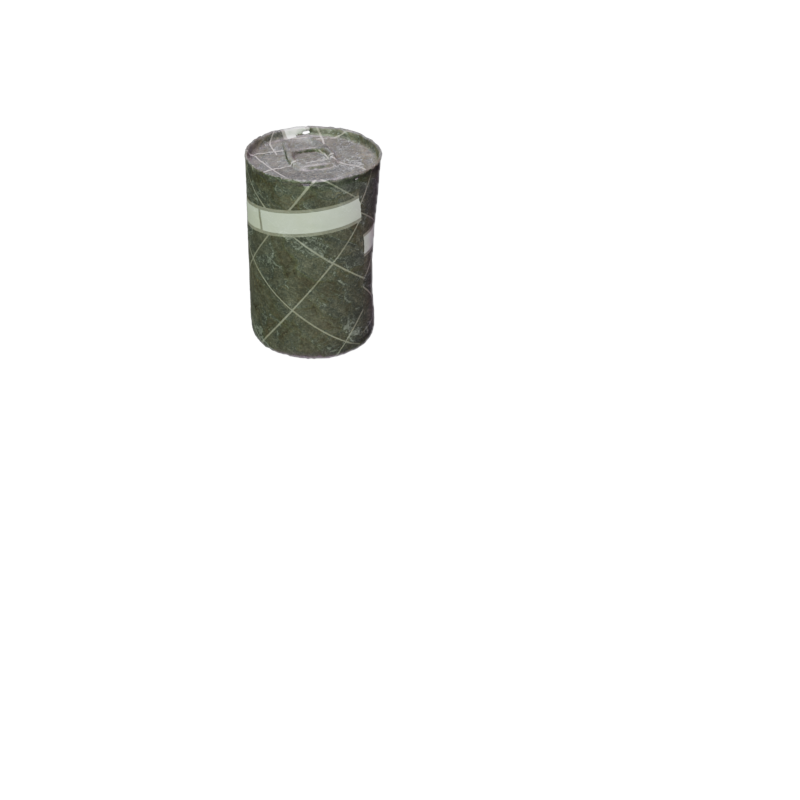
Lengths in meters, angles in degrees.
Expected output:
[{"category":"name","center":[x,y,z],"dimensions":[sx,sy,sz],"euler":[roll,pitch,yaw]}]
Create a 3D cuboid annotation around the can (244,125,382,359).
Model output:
[{"category":"can","center":[-0.045,-0.081,0.570],"dimensions":[0.068,0.096,0.073],"euler":[0,32,-3]}]
